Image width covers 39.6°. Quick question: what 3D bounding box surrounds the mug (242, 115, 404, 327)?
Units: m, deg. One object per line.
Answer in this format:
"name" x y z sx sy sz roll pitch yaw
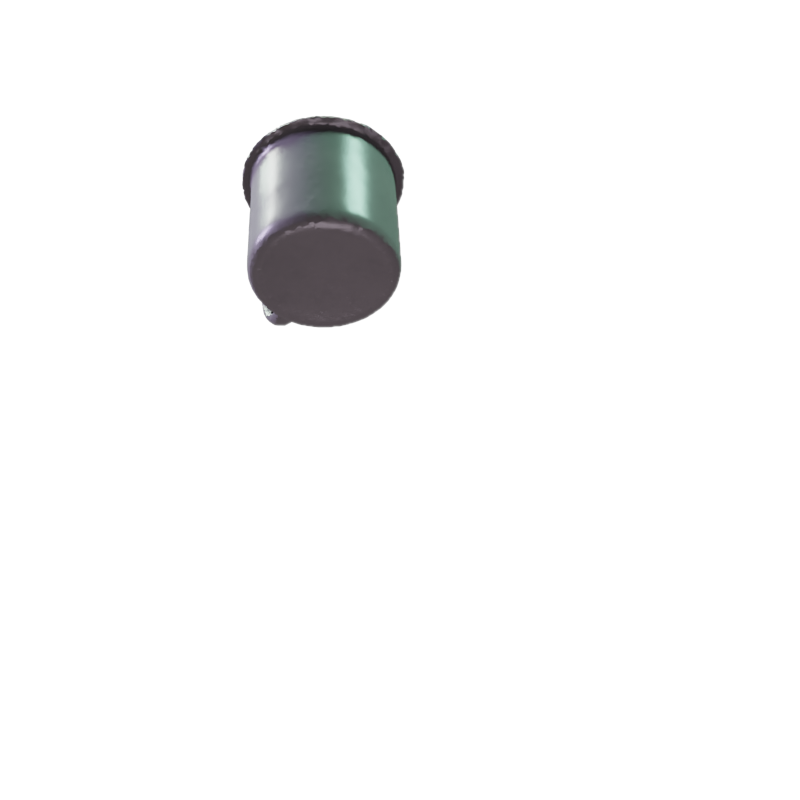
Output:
"mug" -0.048 -0.088 0.614 0.089 0.087 0.114 22 -49 -22
